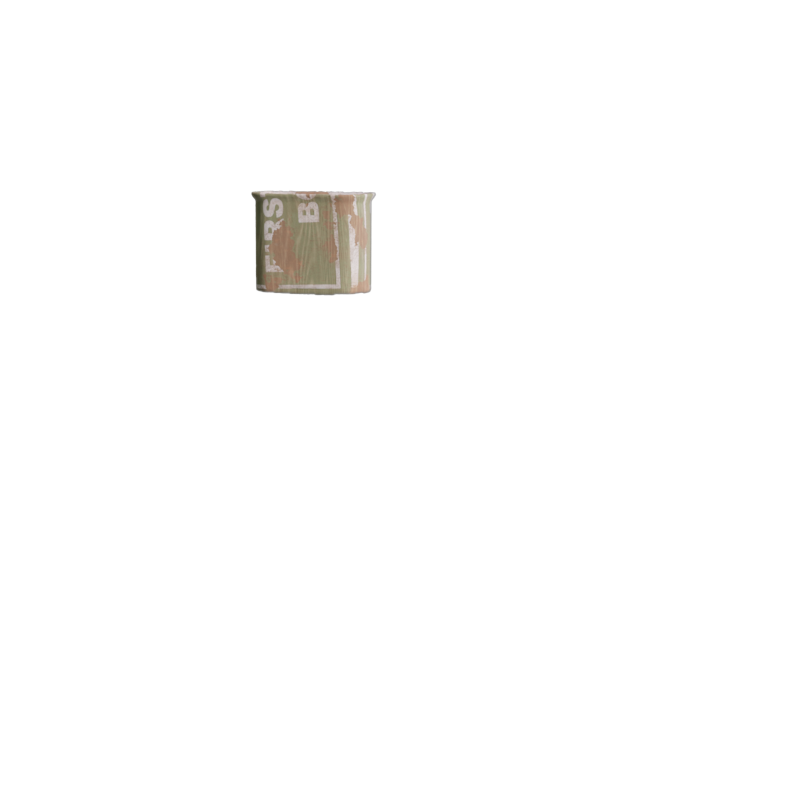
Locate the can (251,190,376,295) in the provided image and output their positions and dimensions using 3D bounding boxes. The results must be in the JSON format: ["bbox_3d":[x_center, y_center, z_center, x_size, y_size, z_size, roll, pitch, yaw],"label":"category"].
[{"bbox_3d":[-0.073,-0.133,0.931,0.105,0.083,0.057,4,8,20],"label":"can"}]
